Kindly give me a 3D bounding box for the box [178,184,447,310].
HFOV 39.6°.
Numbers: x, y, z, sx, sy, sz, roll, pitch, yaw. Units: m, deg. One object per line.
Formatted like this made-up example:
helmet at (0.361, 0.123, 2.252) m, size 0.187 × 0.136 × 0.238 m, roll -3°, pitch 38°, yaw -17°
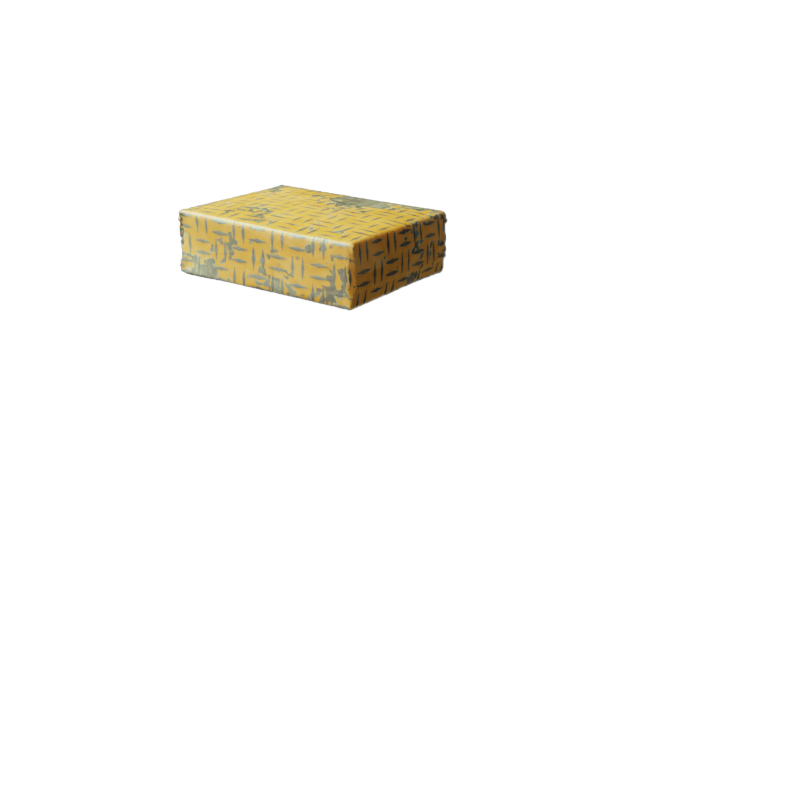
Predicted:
box at (-0.045, -0.083, 0.582) m, size 0.119 × 0.037 × 0.089 m, roll 13°, pitch 22°, yaw 32°
